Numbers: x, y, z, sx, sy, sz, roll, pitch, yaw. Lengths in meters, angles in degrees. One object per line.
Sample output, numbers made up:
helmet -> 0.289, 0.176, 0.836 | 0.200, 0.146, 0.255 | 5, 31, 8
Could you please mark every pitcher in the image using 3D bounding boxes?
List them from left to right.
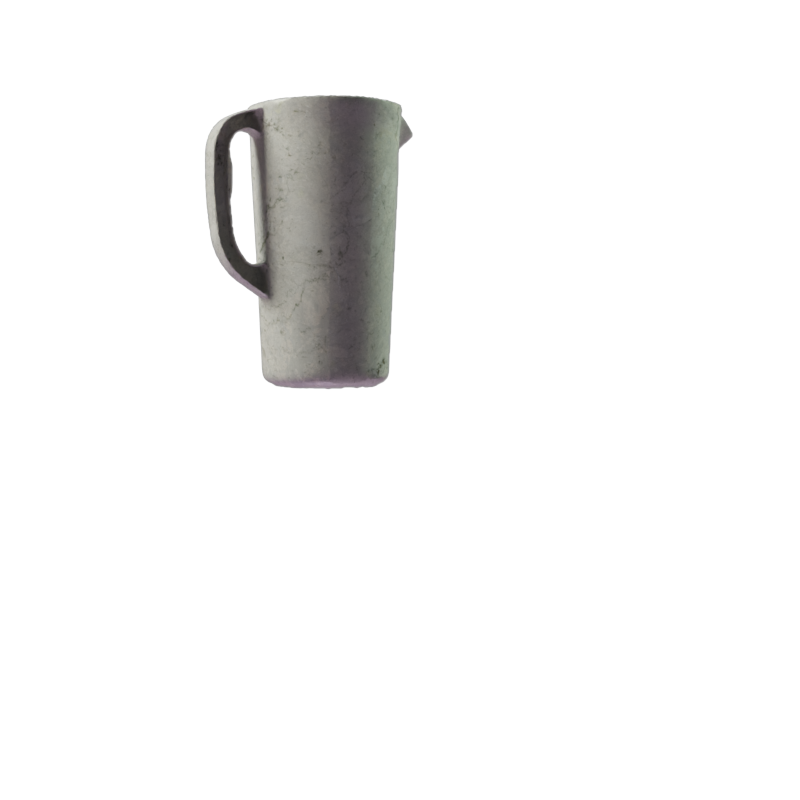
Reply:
pitcher -> -0.074, -0.134, 0.941 | 0.152, 0.245, 0.141 | 0, -1, 16
